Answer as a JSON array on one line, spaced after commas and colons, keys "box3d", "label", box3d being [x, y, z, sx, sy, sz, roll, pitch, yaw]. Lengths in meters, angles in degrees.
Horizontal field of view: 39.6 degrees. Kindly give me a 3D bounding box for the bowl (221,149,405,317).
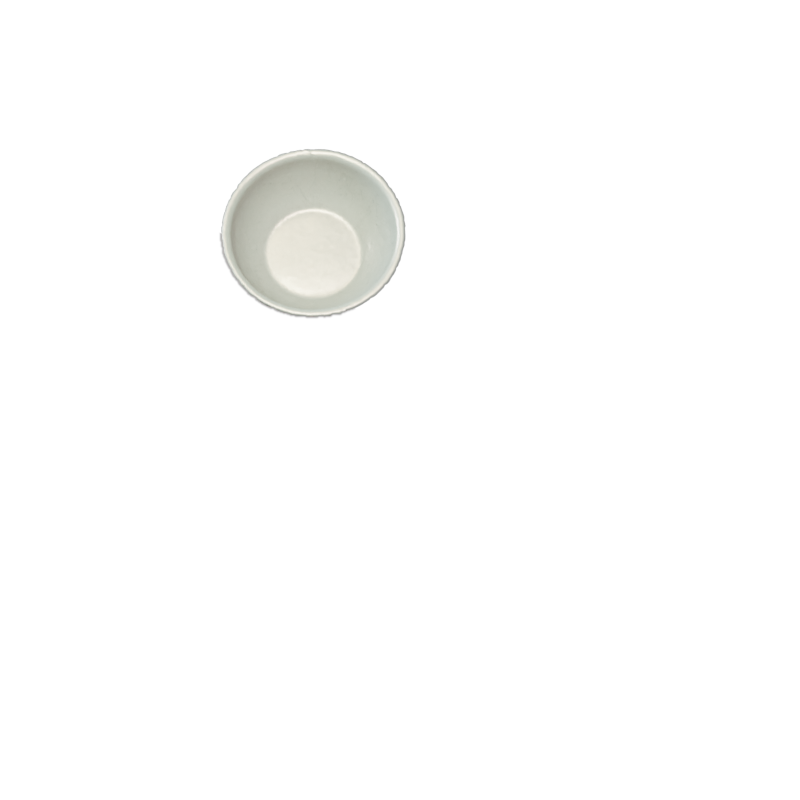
[{"box3d": [-0.078, -0.142, 0.992, 0.162, 0.171, 0.052, -1, -22, -1], "label": "bowl"}]
